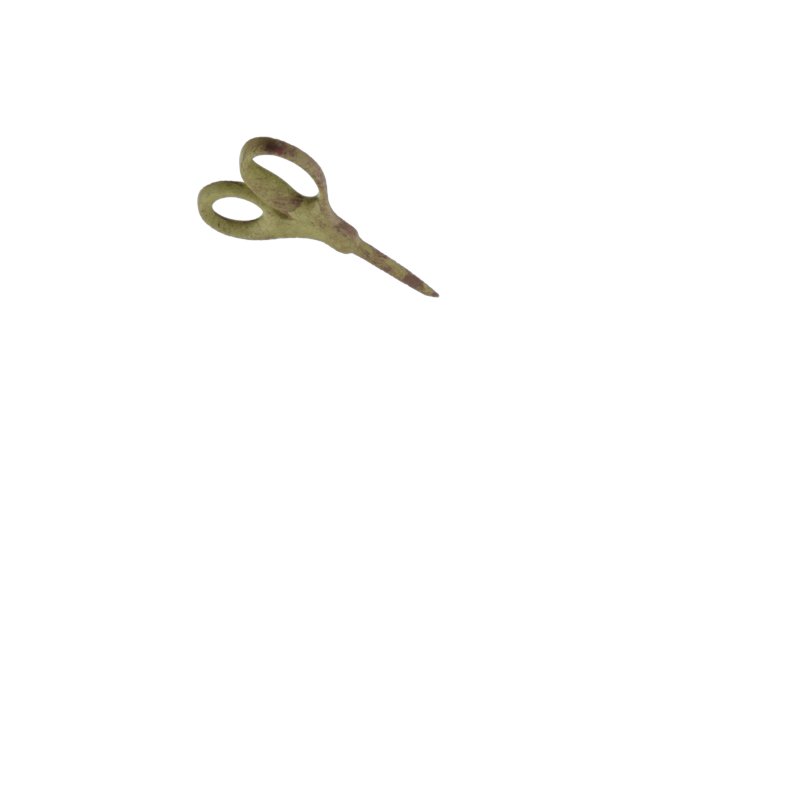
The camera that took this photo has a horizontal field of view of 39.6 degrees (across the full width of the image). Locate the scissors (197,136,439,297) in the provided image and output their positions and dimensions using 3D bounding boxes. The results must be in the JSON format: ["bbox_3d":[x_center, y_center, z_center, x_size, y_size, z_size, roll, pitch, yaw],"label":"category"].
[{"bbox_3d":[-0.059,-0.107,0.752,0.097,0.017,0.186,-17,-37,24],"label":"scissors"}]
